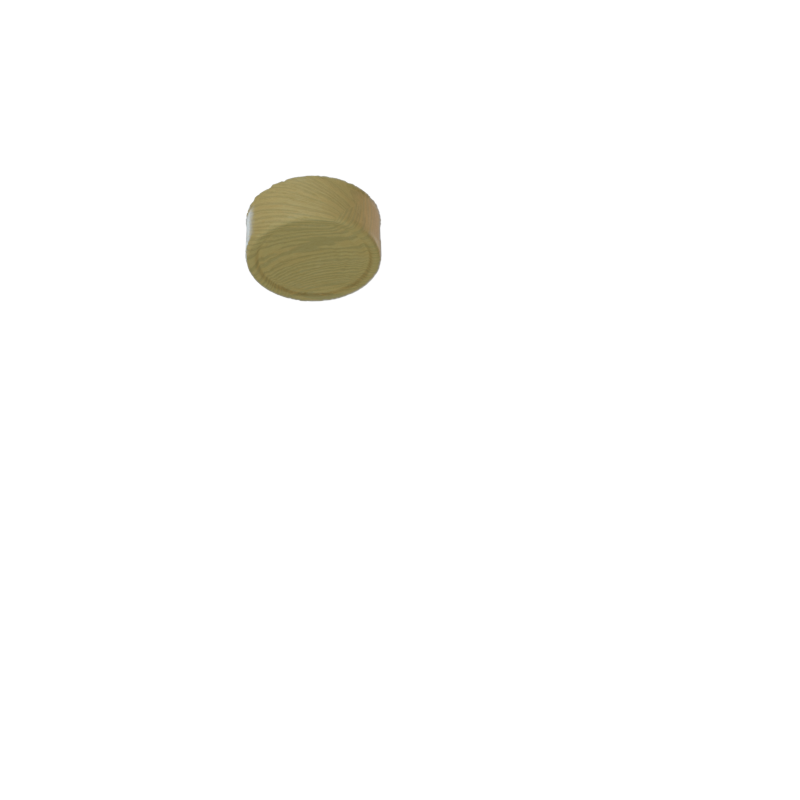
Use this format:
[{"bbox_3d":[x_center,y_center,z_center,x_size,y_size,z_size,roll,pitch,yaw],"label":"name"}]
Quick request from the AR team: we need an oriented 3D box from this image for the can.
[{"bbox_3d":[-0.054,-0.099,0.694,0.086,0.036,0.080,1,-35,-2],"label":"can"}]
